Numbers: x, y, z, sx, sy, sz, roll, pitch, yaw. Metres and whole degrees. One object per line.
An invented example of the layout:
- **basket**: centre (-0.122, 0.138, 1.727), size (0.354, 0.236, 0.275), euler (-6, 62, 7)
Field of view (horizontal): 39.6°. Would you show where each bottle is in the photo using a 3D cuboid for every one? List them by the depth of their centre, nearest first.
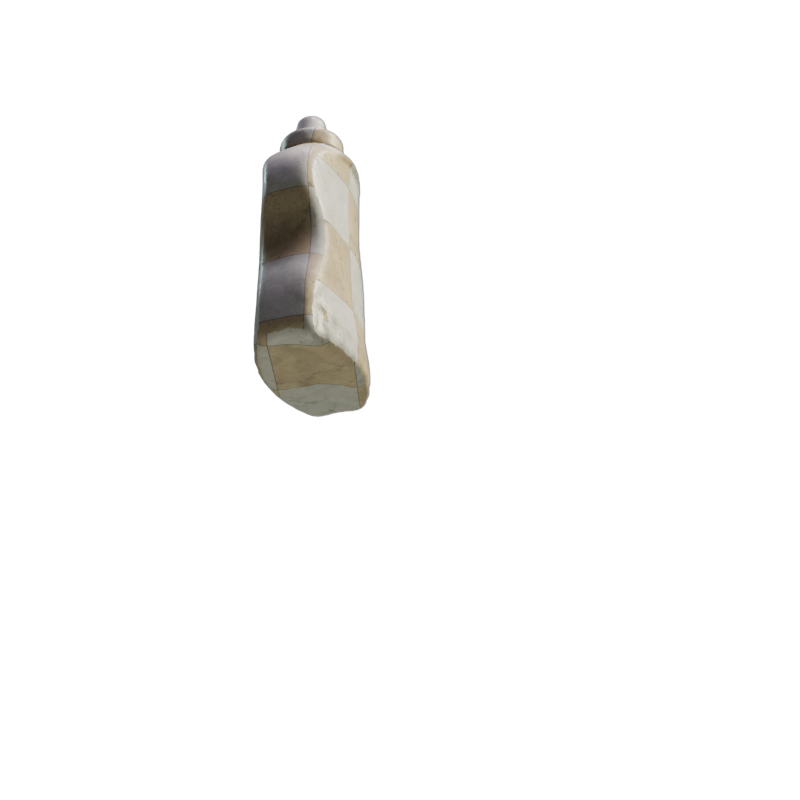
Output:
- **bottle**: centre (-0.053, -0.095, 0.665), size (0.059, 0.205, 0.089), euler (-13, -35, 15)
